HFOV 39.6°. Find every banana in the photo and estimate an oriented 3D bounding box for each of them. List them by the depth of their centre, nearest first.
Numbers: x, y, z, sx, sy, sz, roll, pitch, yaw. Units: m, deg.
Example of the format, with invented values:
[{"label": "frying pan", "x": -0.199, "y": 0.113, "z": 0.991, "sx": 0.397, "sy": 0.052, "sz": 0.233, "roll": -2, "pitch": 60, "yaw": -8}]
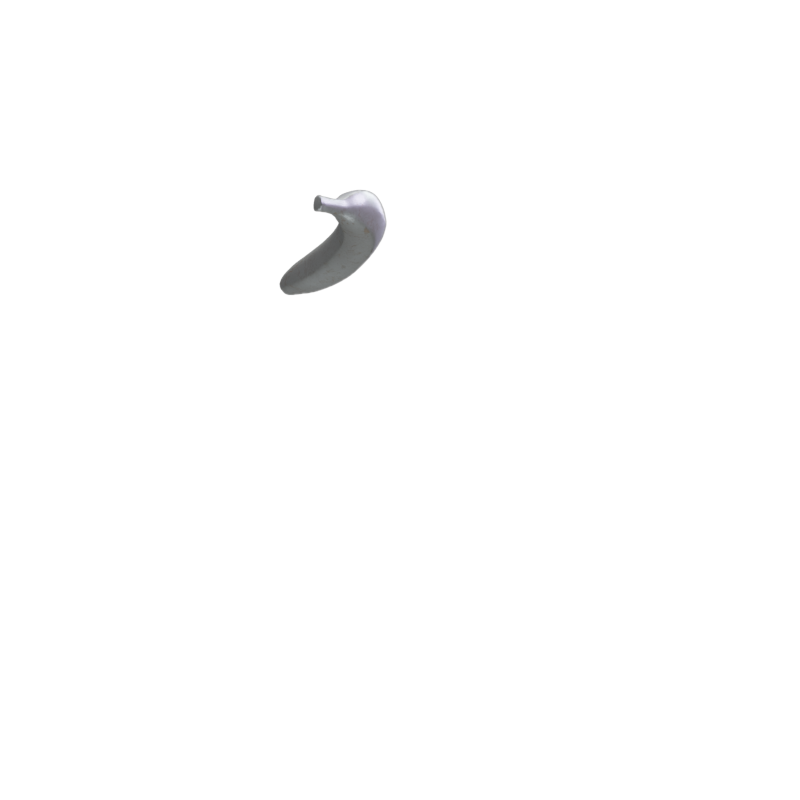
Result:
[{"label": "banana", "x": -0.052, "y": -0.130, "z": 0.905, "sx": 0.068, "sy": 0.038, "sz": 0.192, "roll": 4, "pitch": -17, "yaw": -13}]
